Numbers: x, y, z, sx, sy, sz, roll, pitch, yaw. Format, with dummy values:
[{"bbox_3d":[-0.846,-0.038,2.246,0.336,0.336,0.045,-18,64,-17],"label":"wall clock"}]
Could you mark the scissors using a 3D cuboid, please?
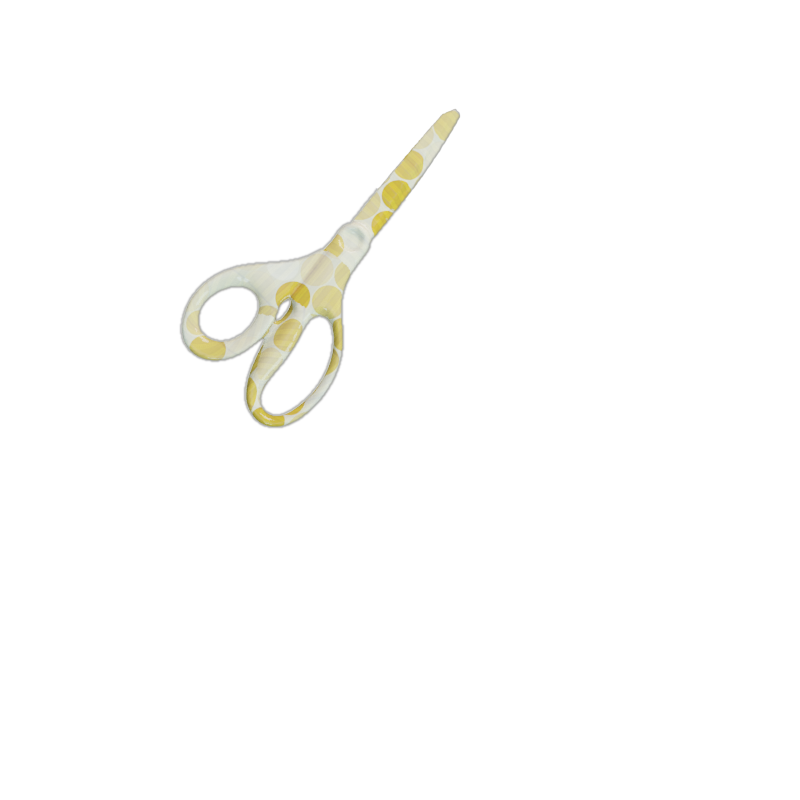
[{"bbox_3d":[-0.047,-0.086,0.599,0.097,0.207,0.015,20,-14,5],"label":"scissors"}]
